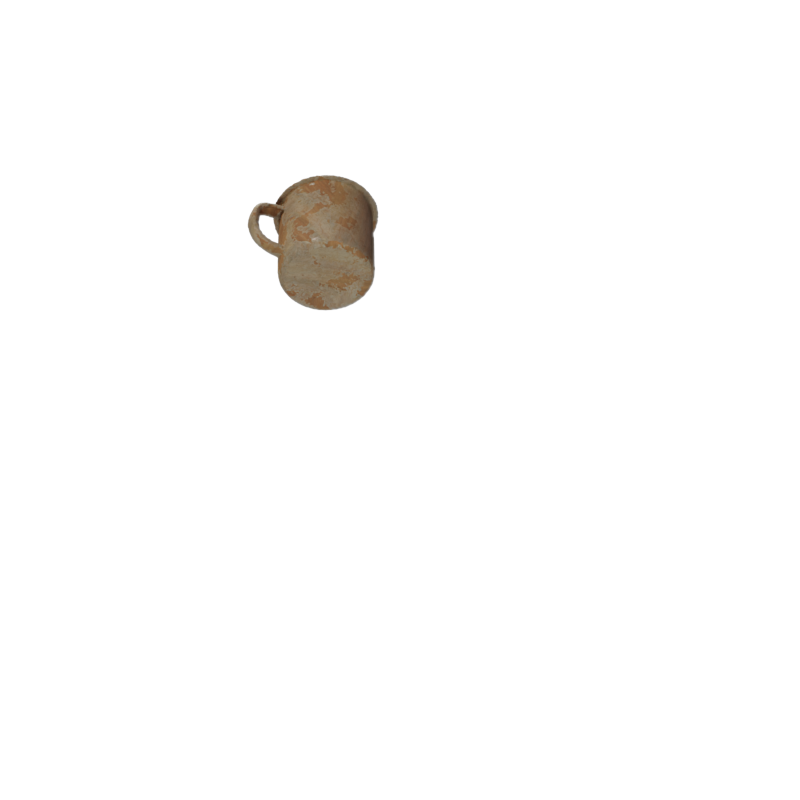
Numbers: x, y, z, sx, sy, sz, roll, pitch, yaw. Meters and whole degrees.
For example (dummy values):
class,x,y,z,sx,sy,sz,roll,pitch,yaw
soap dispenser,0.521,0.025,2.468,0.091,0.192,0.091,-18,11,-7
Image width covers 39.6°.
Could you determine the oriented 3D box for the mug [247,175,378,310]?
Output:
class,x,y,z,sx,sy,sz,roll,pitch,yaw
mug,-0.074,-0.135,0.946,0.113,0.087,0.090,19,-49,-19
